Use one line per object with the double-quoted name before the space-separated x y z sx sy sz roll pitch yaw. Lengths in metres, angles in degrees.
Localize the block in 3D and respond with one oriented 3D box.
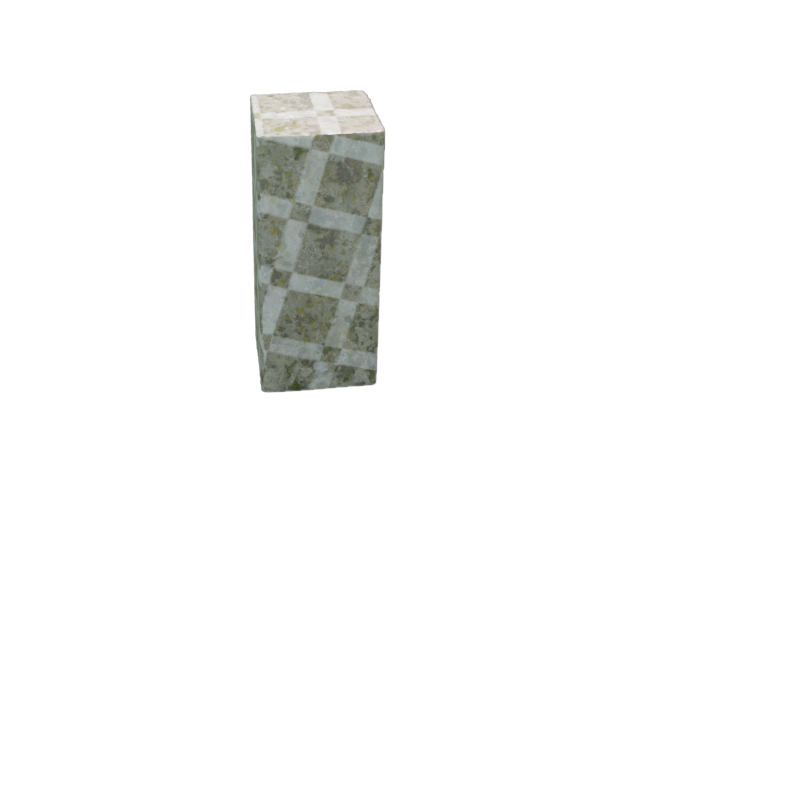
"block" -0.064 -0.119 0.831 0.089 0.195 0.097 -3 29 -9
